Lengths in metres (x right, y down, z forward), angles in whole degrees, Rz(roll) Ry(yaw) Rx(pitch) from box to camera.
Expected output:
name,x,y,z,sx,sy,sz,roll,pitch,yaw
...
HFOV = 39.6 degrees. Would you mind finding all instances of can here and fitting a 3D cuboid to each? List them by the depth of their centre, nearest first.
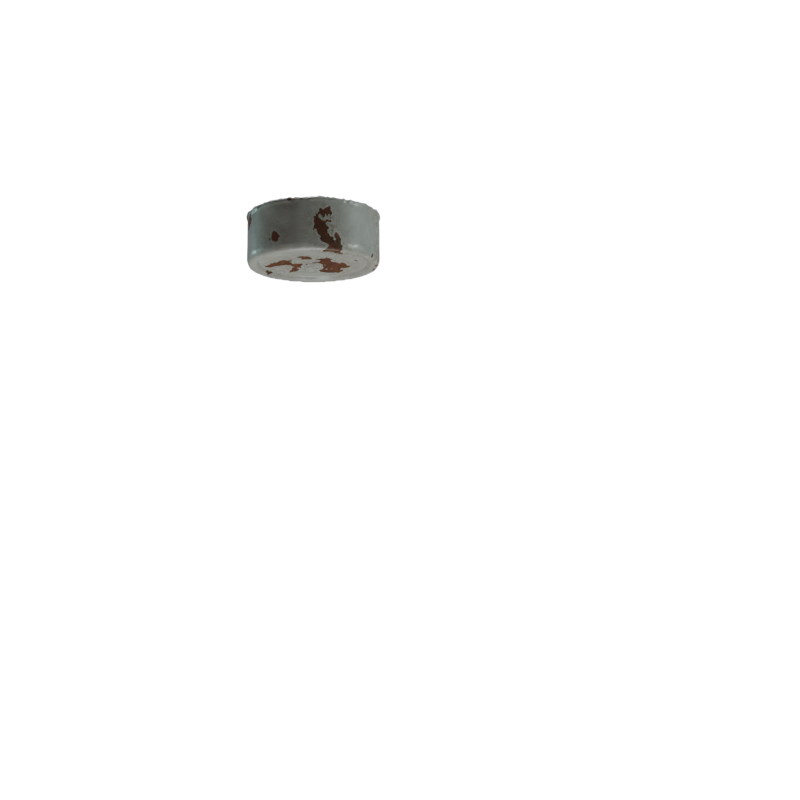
name,x,y,z,sx,sy,sz,roll,pitch,yaw
can,-0.055,-0.101,0.707,0.086,0.035,0.083,0,-10,-2
